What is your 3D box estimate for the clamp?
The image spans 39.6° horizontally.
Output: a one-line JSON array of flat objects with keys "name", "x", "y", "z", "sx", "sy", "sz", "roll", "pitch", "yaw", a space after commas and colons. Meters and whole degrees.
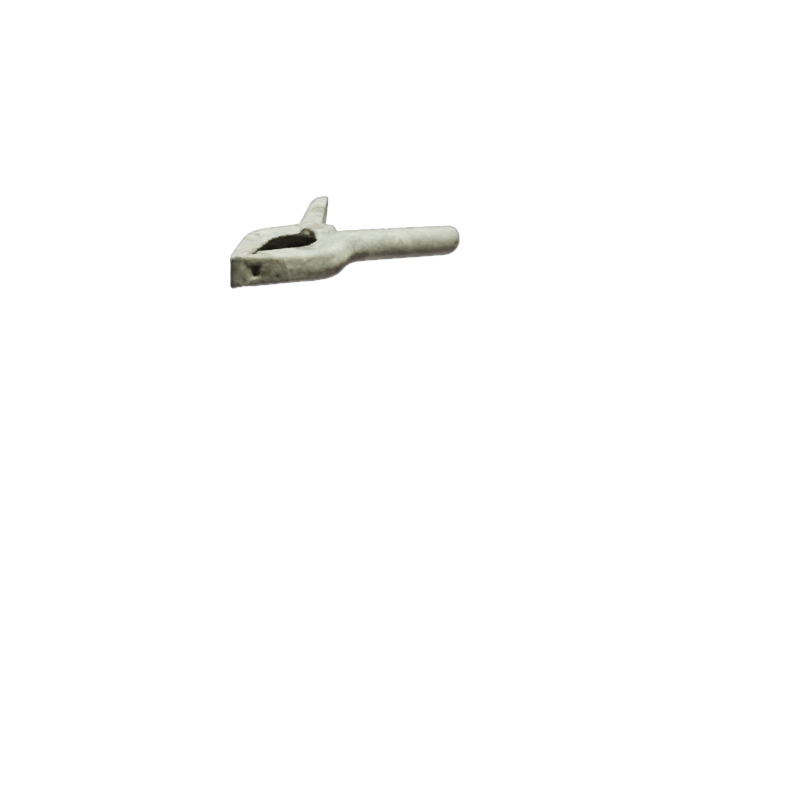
[{"name": "clamp", "x": -0.075, "y": -0.137, "z": 0.961, "sx": 0.207, "sy": 0.035, "sz": 0.175, "roll": -21, "pitch": 31, "yaw": -40}]
